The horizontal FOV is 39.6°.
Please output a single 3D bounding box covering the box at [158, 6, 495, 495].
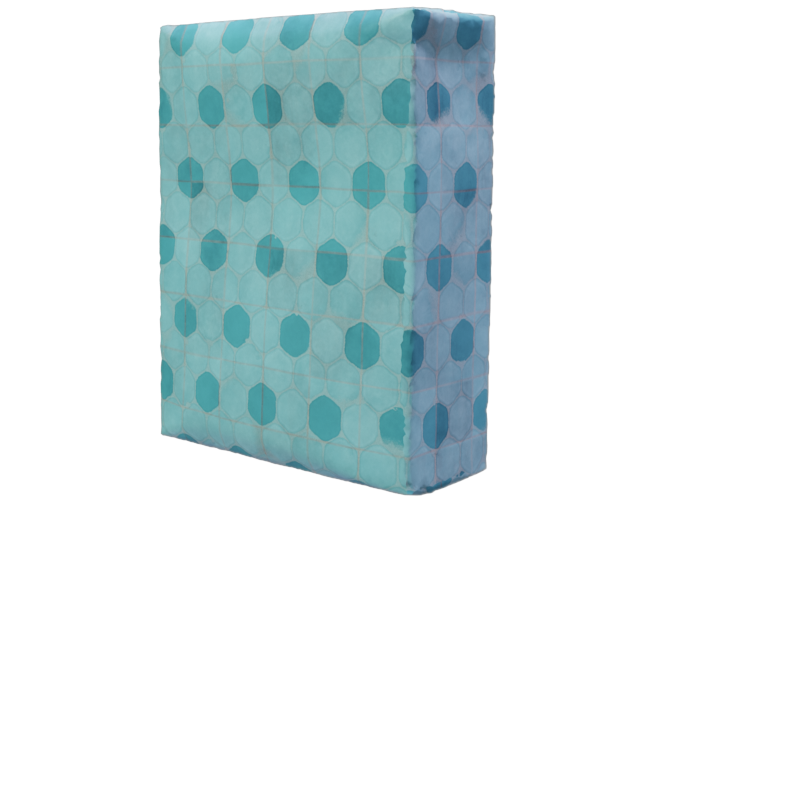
[{"bbox_3d":[-0.042,-0.077,0.537,0.172,0.210,0.070,8,10,38],"label":"box"}]
